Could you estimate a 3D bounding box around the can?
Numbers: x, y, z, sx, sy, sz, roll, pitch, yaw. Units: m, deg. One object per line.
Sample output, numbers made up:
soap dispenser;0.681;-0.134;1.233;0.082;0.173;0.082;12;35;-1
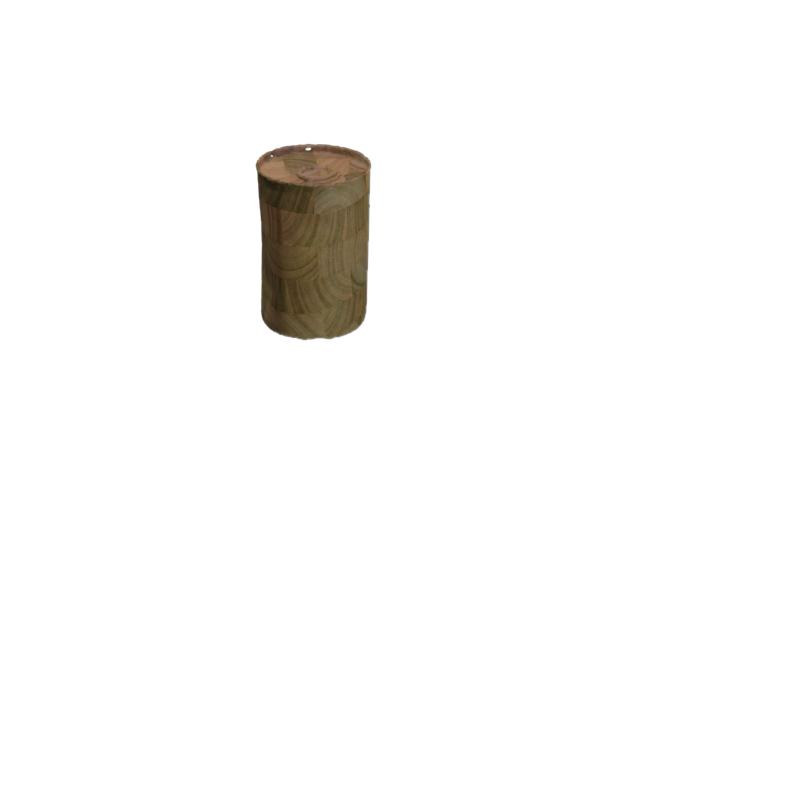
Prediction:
can;-0.053;-0.096;0.671;0.068;0.097;0.073;0;28;-2
